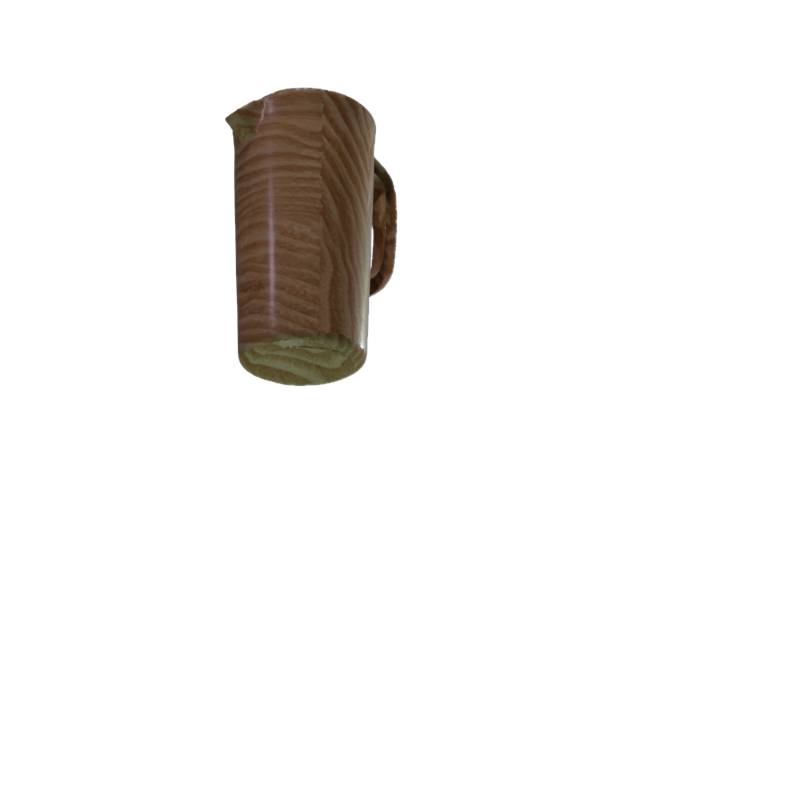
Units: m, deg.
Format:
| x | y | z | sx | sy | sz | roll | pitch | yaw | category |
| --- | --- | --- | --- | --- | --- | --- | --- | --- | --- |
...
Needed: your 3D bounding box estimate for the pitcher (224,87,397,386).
| x | y | z | sx | sy | sz | roll | pitch | yaw | category |
| --- | --- | --- | --- | --- | --- | --- | --- | --- | --- |
| -0.077 | -0.140 | 0.979 | 0.150 | 0.257 | 0.136 | -3 | -25 | 2 | pitcher |
